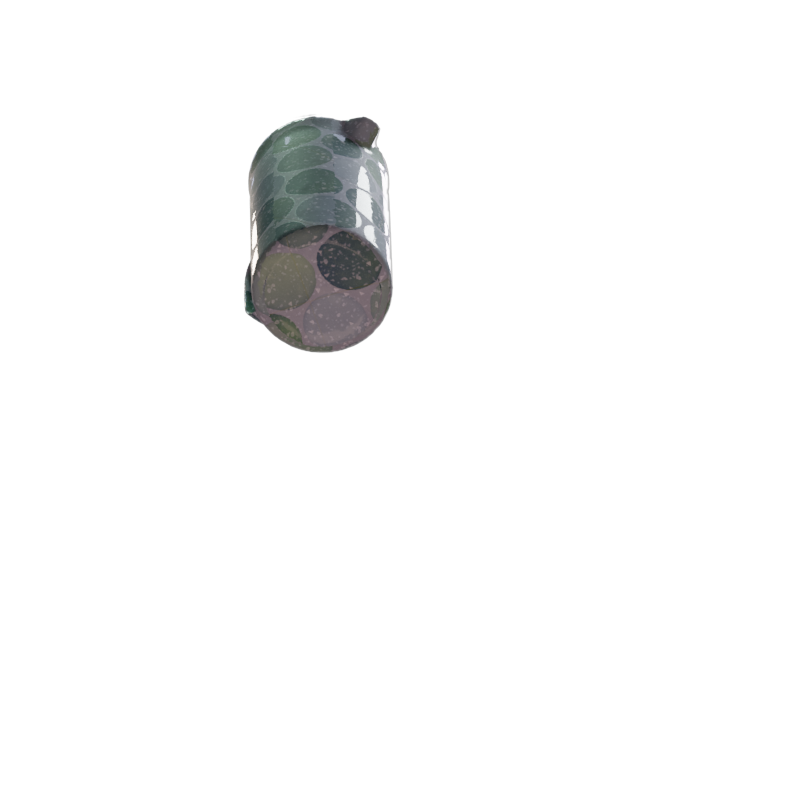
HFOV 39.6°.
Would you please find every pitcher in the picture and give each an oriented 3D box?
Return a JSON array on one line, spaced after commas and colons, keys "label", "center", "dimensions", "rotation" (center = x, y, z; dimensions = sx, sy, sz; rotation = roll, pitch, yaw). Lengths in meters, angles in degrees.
[{"label": "pitcher", "center": [-0.074, -0.135, 0.944], "dimensions": [0.145, 0.140, 0.258], "rotation": [-7, 29, 1]}]
